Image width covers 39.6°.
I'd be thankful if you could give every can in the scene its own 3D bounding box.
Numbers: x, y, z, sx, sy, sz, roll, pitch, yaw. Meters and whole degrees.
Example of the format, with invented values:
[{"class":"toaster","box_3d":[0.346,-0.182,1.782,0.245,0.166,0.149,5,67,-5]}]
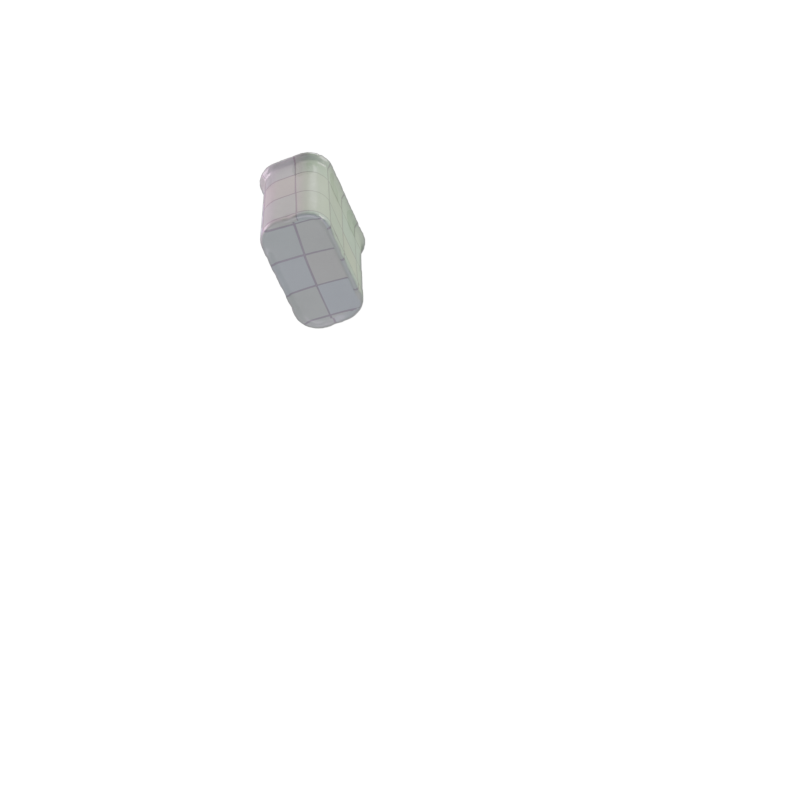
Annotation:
[{"class":"can","box_3d":[-0.063,-0.115,0.808,0.058,0.095,0.090,-18,35,11]}]
